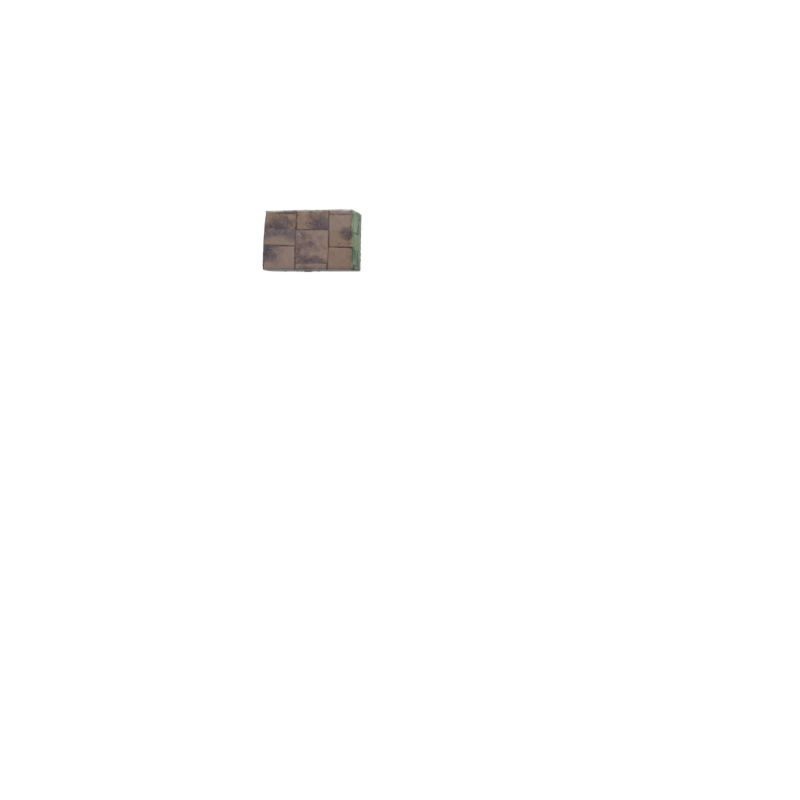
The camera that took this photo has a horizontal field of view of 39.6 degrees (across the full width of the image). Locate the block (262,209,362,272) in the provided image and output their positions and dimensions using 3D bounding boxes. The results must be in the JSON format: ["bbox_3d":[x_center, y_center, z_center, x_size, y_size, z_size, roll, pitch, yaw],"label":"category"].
[{"bbox_3d":[-0.075,-0.137,0.959,0.079,0.051,0.052,0,1,10],"label":"block"}]
